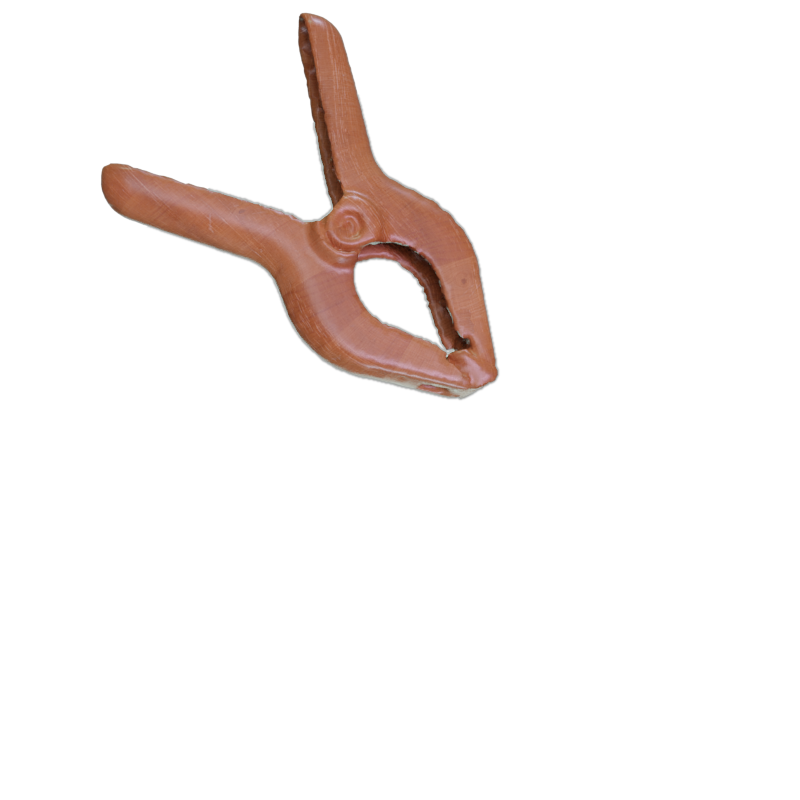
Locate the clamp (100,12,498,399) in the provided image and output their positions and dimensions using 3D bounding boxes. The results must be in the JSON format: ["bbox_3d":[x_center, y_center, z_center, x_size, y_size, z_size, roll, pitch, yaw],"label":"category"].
[{"bbox_3d":[-0.035,-0.063,0.444,0.120,0.177,0.038,-33,-12,-8],"label":"clamp"}]
